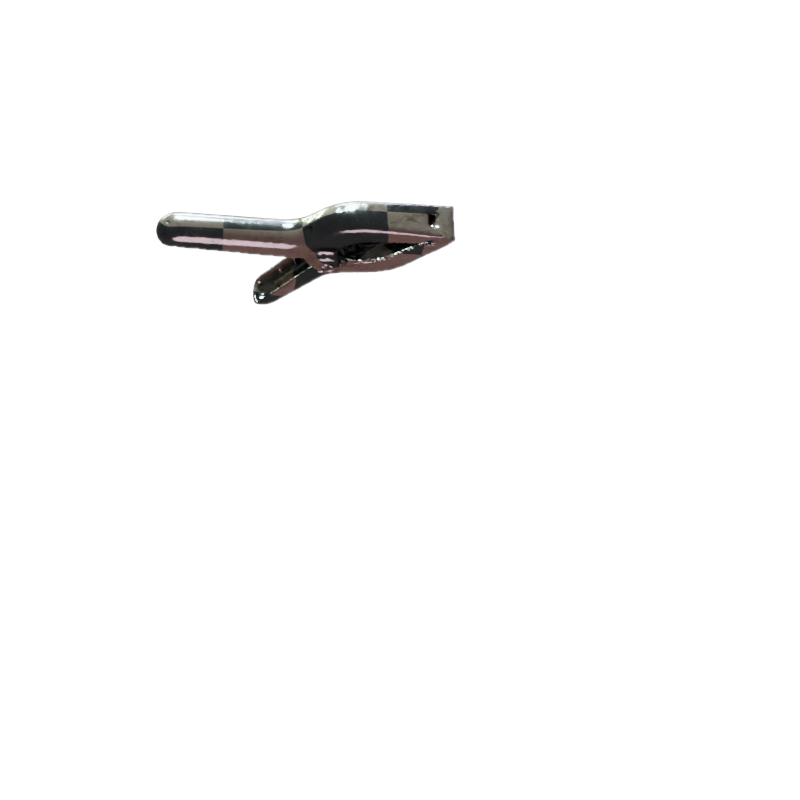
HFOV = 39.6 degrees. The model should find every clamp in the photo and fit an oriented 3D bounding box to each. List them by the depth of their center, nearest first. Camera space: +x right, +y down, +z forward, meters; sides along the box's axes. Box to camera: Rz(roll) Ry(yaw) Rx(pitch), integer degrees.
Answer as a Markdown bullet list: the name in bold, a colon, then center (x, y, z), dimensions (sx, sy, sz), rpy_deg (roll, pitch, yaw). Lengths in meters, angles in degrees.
- **clamp**: center (-0.065, -0.118, 0.828), dimensions (0.214, 0.038, 0.154), rpy_deg (-8, -16, 28)
